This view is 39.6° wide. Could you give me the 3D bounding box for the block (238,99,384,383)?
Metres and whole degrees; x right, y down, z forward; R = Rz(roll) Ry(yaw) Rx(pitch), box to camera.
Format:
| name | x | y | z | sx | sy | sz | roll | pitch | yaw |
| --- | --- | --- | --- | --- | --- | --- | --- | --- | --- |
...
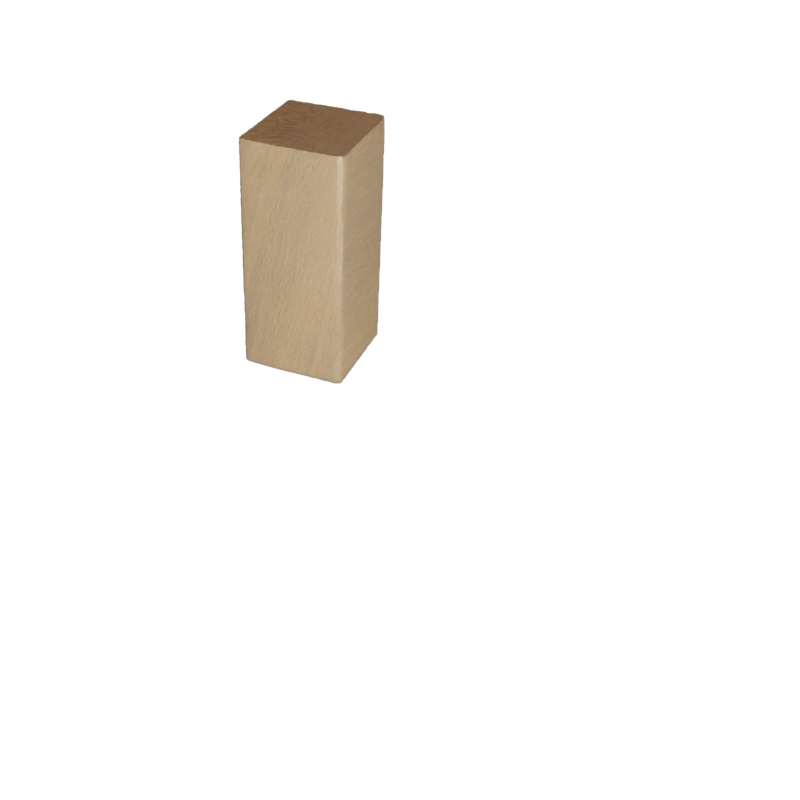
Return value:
| name | x | y | z | sx | sy | sz | roll | pitch | yaw |
| --- | --- | --- | --- | --- | --- | --- | --- | --- | --- |
| block | -0.071 | -0.130 | 0.912 | 0.093 | 0.194 | 0.093 | 14 | 33 | 18 |
